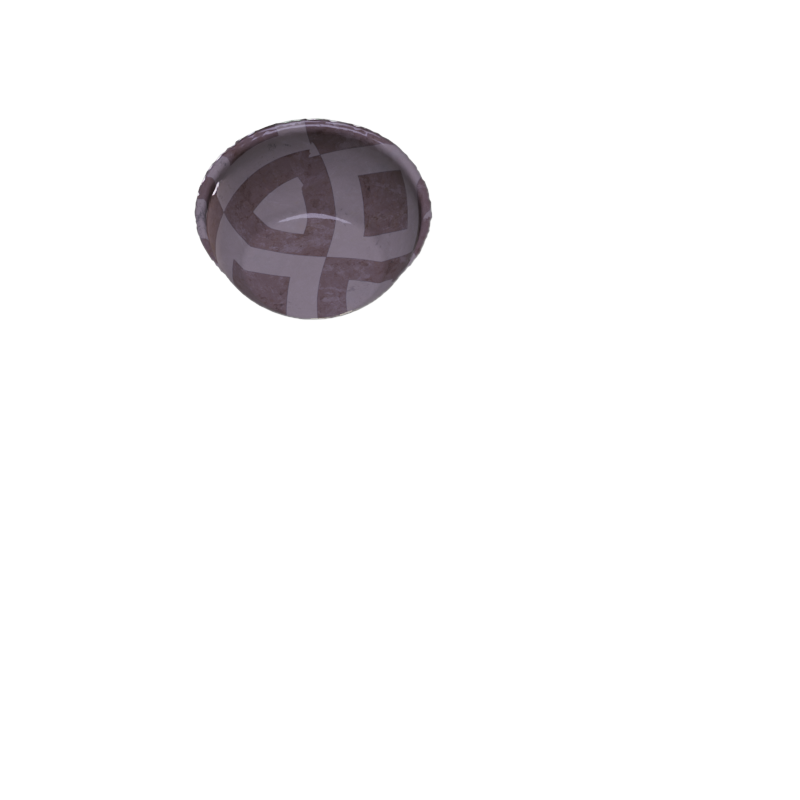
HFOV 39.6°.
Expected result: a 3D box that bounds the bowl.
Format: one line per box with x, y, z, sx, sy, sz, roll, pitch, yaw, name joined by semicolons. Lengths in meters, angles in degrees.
-0.058;-0.105;0.738;0.162;0.151;0.059;1;44;-1;bowl
